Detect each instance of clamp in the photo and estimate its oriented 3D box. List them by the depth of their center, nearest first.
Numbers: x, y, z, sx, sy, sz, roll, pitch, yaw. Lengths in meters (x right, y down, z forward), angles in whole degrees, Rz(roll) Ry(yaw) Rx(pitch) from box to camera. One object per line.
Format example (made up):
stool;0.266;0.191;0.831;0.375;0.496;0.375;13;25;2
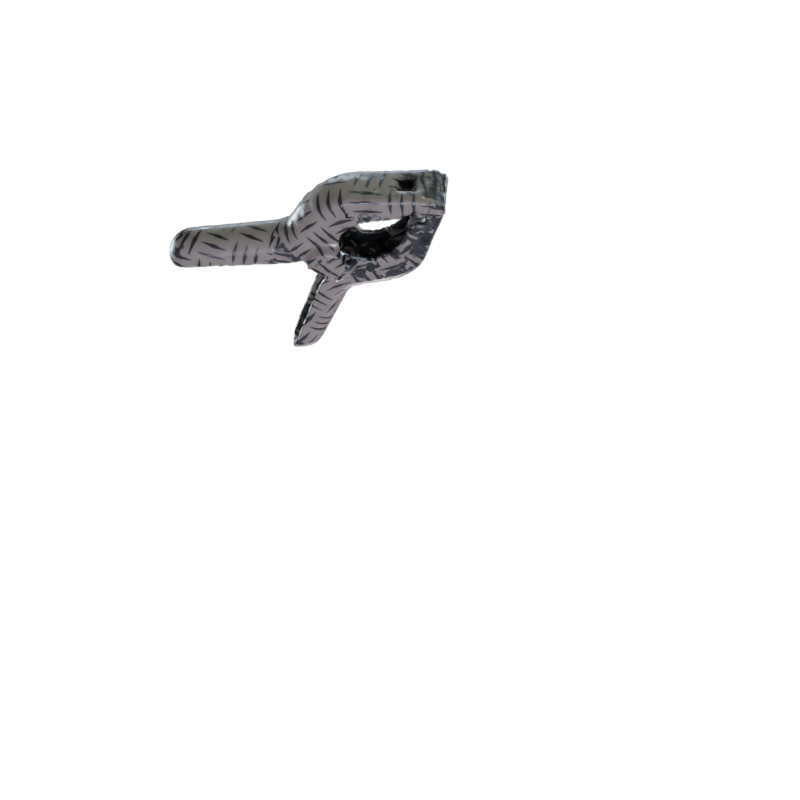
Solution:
clamp;-0.050;-0.092;0.645;0.113;0.042;0.170;24;-40;-33
